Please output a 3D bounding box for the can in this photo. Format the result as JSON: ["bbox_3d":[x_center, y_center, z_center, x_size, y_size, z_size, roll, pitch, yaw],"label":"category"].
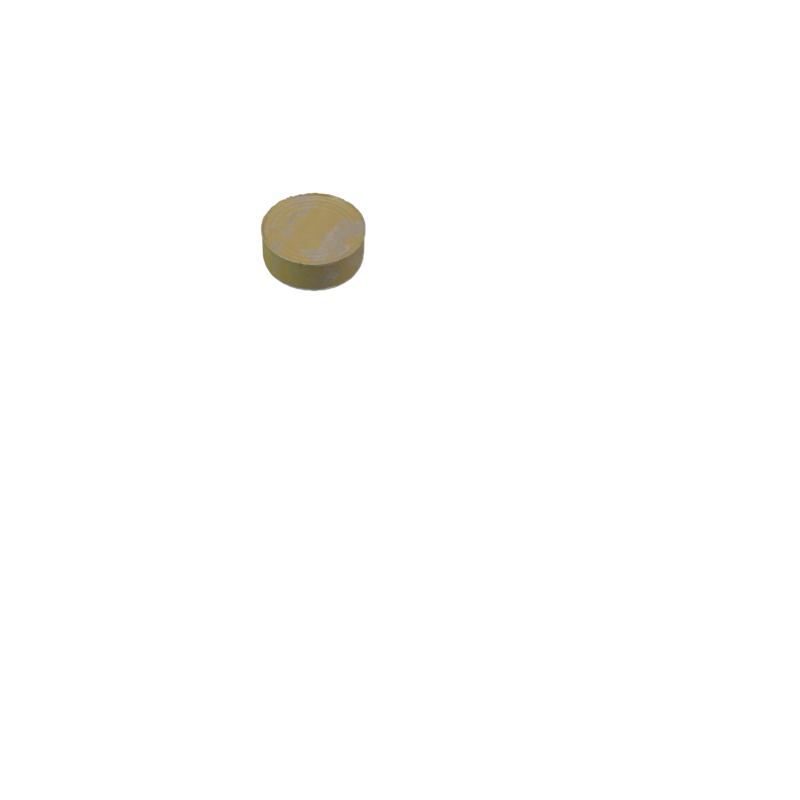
[{"bbox_3d":[-0.072,-0.130,0.914,0.086,0.092,0.031,-1,-42,-1],"label":"can"}]
